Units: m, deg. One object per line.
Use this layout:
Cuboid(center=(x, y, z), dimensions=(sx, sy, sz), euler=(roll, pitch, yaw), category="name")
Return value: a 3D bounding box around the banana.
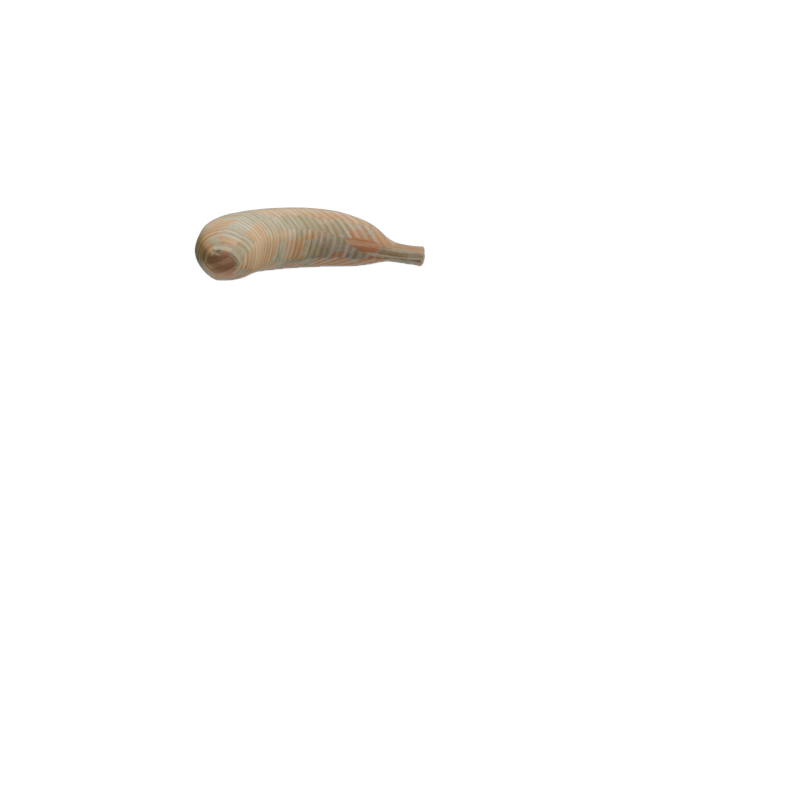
Cuboid(center=(-0.062, -0.090, 0.625), dimensions=(0.072, 0.036, 0.193), euler=(6, 12, 32), category="banana")
